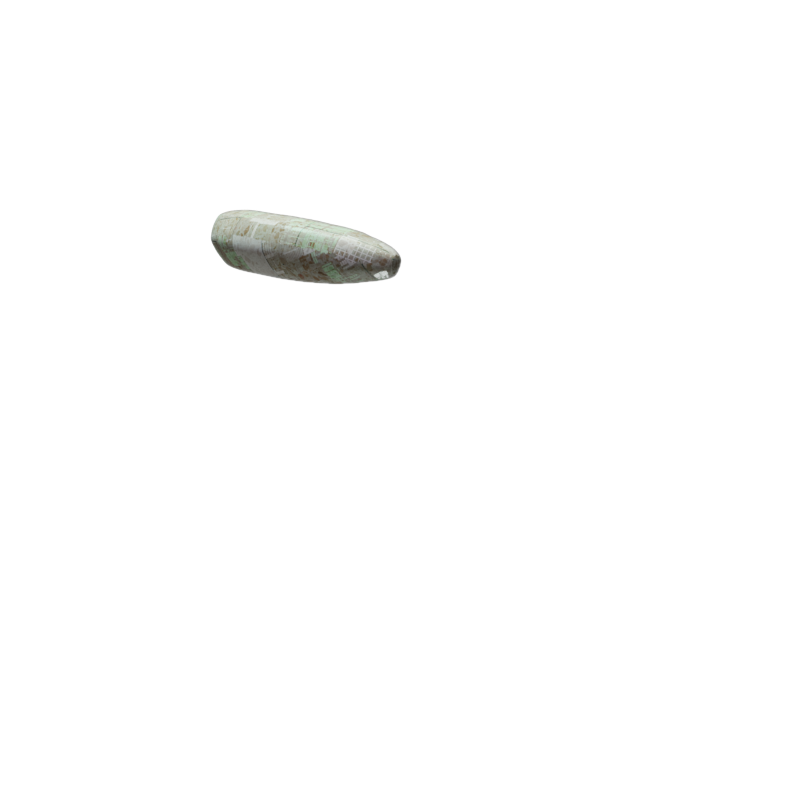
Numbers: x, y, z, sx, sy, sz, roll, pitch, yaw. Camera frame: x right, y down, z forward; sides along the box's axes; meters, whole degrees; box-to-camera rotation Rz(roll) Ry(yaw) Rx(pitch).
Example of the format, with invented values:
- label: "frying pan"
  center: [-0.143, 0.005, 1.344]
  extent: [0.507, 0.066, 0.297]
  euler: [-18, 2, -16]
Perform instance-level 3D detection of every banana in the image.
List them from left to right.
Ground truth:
- label: "banana"
  center: [-0.071, -0.095, 0.667]
  extent: [0.068, 0.036, 0.207]
  euler: [-5, 13, -24]
